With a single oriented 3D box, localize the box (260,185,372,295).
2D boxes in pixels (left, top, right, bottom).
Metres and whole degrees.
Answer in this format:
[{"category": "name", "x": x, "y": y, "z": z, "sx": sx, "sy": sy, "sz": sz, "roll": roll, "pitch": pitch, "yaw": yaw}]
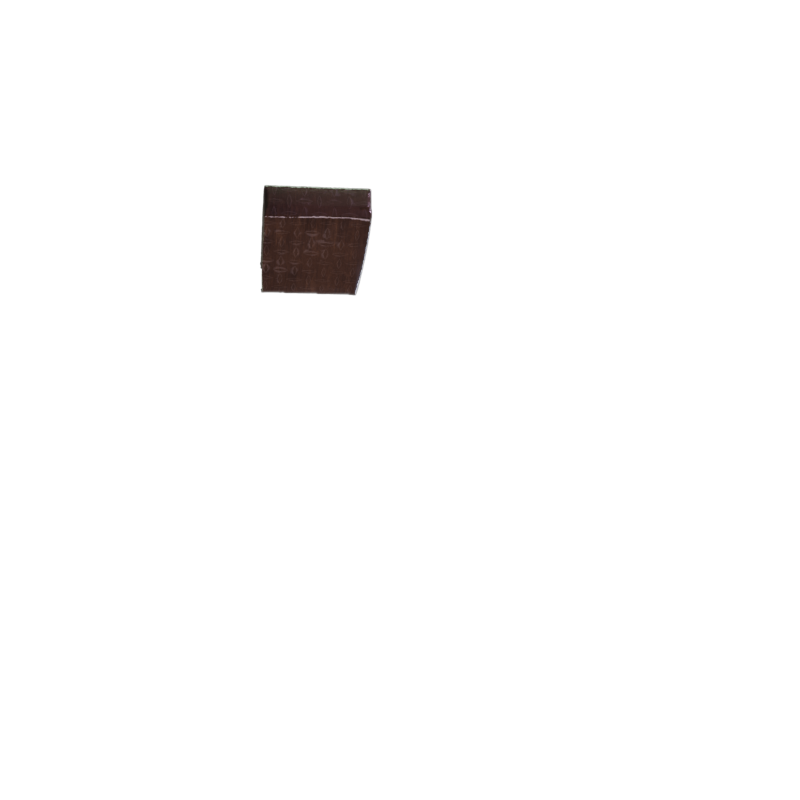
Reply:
[{"category": "box", "x": -0.074, "y": -0.135, "z": 0.947, "sx": 0.089, "sy": 0.042, "sz": 0.107, "roll": 3, "pitch": -35, "yaw": -6}]
